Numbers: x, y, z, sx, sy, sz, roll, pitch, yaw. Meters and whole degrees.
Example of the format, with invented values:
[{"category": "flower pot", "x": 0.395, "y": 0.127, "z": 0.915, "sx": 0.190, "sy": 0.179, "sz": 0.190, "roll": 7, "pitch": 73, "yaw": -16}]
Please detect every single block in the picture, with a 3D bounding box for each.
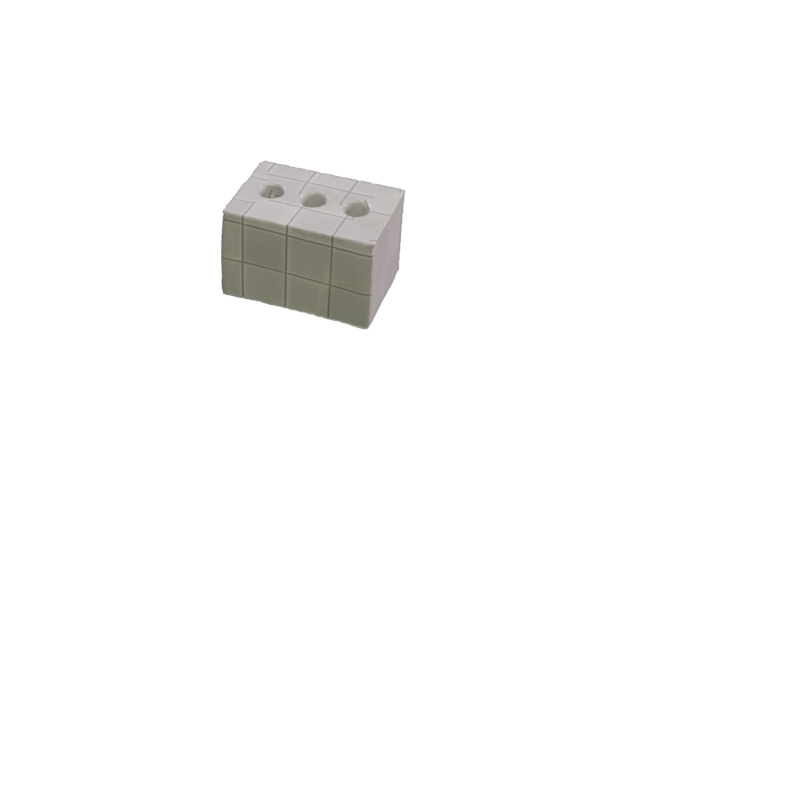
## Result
[{"category": "block", "x": -0.042, "y": -0.077, "z": 0.542, "sx": 0.080, "sy": 0.048, "sz": 0.055, "roll": 14, "pitch": 41, "yaw": 14}]
